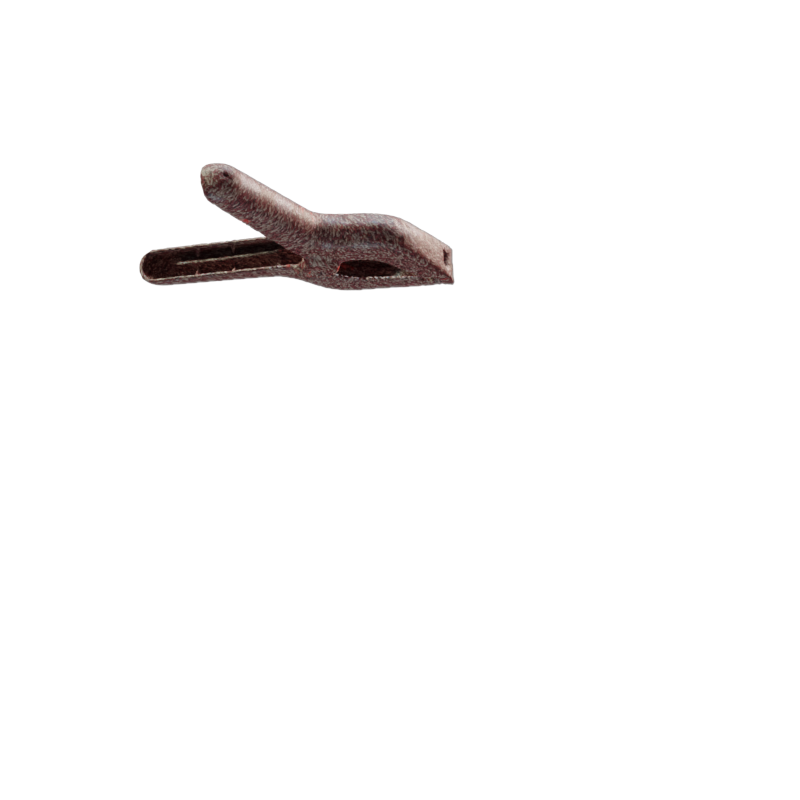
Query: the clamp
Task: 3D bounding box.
[{"bbox_3d":[-0.057,-0.103,0.725,0.205,0.038,0.161,4,-15,-16],"label":"clamp"}]
